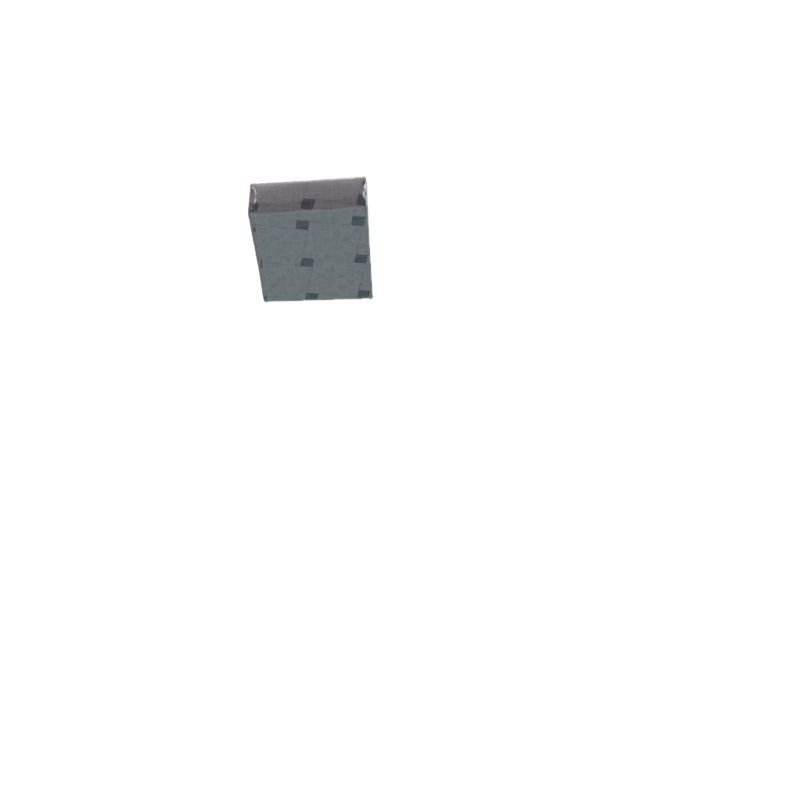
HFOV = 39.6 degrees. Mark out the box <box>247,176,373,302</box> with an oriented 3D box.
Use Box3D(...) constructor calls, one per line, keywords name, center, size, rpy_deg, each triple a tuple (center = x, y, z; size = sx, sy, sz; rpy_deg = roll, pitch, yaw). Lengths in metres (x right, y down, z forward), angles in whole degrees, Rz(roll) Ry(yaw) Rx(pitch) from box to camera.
Box3D(name="box", center=(-0.056, -0.101, 0.709), size=(0.073, 0.032, 0.083), rpy_deg=(-2, -38, 2))
